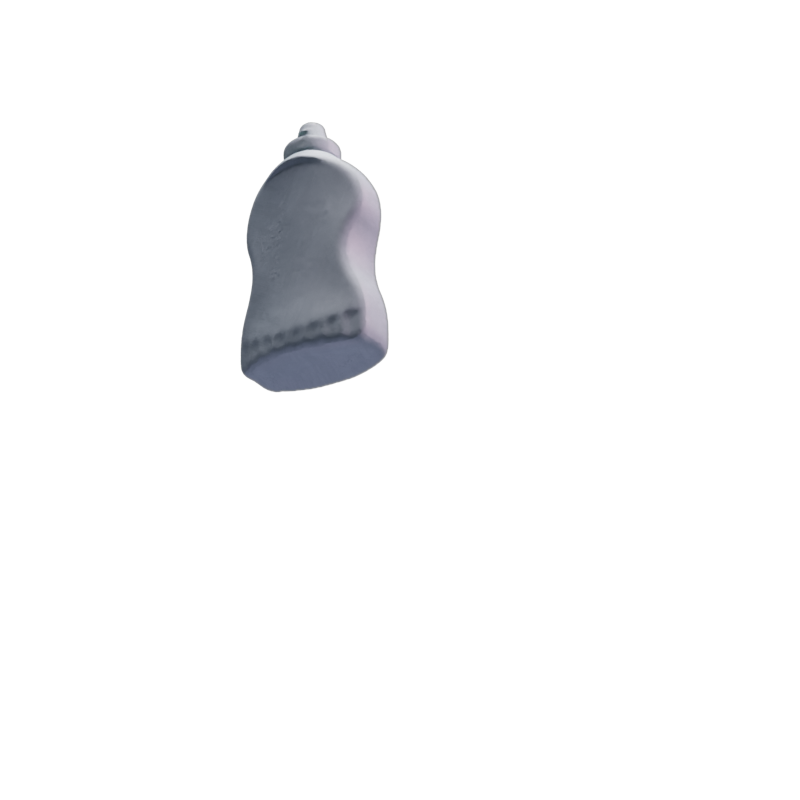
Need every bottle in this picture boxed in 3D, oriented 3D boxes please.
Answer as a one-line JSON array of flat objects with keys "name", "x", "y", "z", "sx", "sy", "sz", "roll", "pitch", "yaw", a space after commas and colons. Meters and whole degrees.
[{"name": "bottle", "x": -0.059, "y": -0.106, "z": 0.744, "sx": 0.097, "sy": 0.204, "sz": 0.054, "roll": -19, "pitch": -34, "yaw": 27}]
